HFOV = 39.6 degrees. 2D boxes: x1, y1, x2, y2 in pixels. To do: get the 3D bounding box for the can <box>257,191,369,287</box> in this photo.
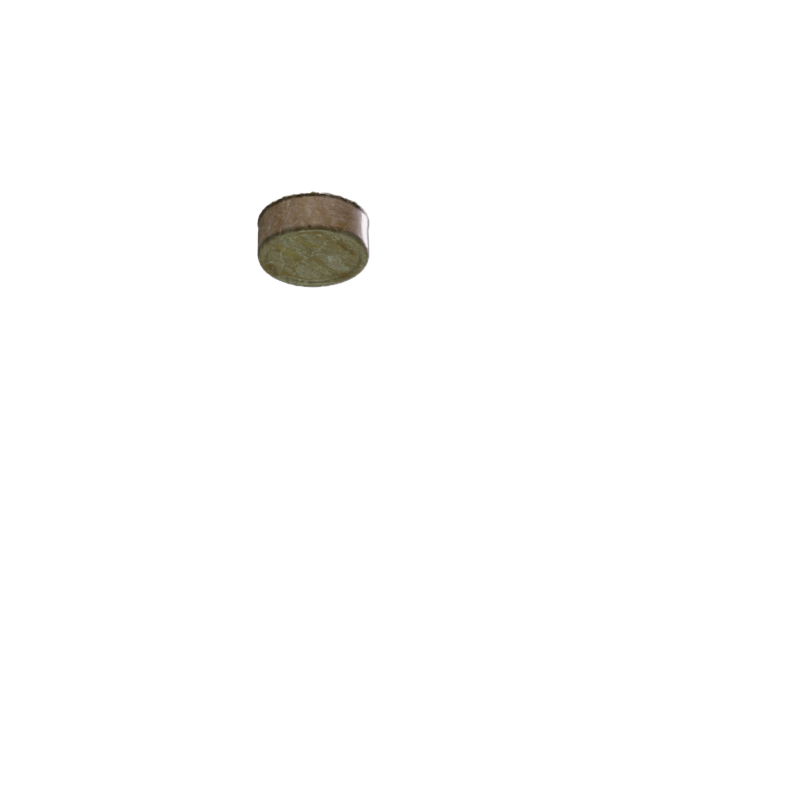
[{"bbox_3d":[-0.066,-0.120,0.840,0.086,0.036,0.081,1,-27,-2],"label":"can"}]
